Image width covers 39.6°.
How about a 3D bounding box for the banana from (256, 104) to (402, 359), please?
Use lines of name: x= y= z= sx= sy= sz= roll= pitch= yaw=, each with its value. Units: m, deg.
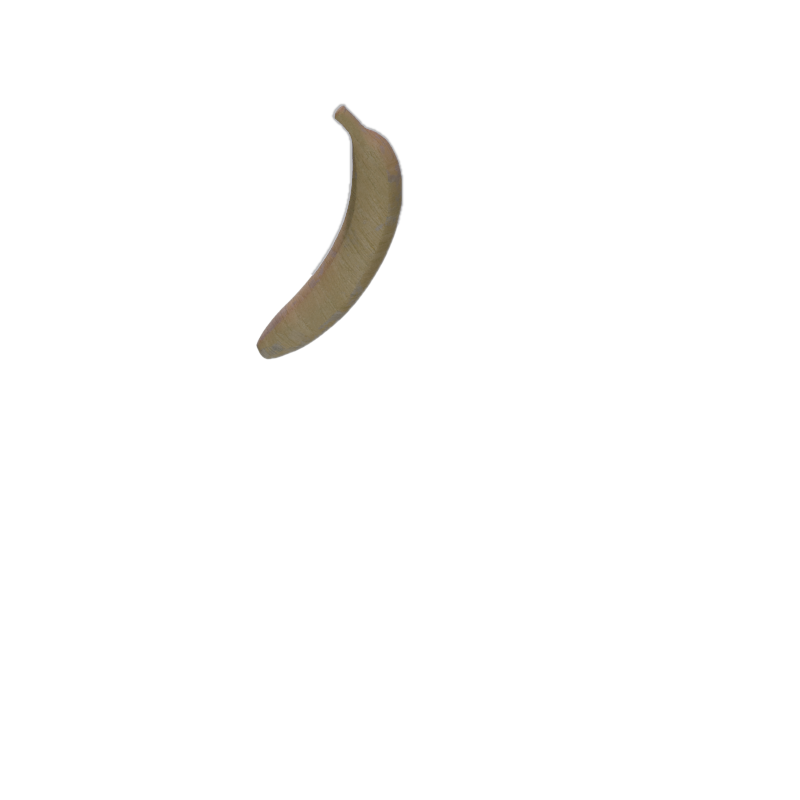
banana: x=-0.043 y=-0.111 z=0.786 sx=0.069 sy=0.191 sz=0.039 roll=18 pitch=20 yaw=-8
